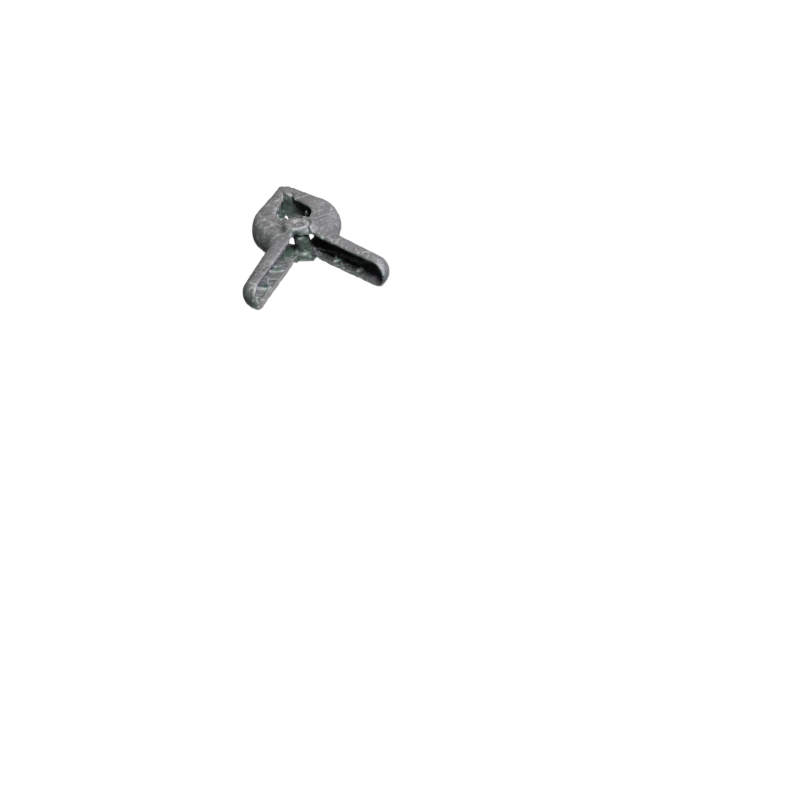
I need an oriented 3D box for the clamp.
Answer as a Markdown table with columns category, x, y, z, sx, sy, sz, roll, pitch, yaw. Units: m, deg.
| category | x | y | z | sx | sy | sz | roll | pitch | yaw |
| --- | --- | --- | --- | --- | --- | --- | --- | --- | --- |
| clamp | -0.075 | -0.137 | 0.958 | 0.120 | 0.037 | 0.184 | -3 | 38 | -4 |
